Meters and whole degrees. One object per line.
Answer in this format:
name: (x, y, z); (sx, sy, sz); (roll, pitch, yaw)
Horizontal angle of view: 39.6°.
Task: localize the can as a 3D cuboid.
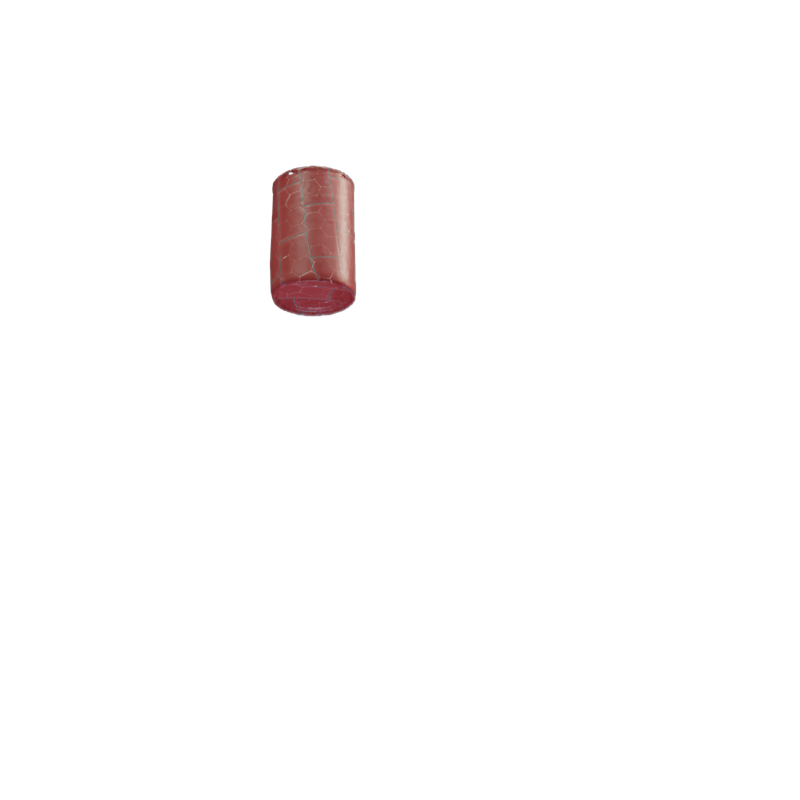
can: (-0.069, -0.126, 0.885); (0.068, 0.108, 0.065); (0, -26, -2)
